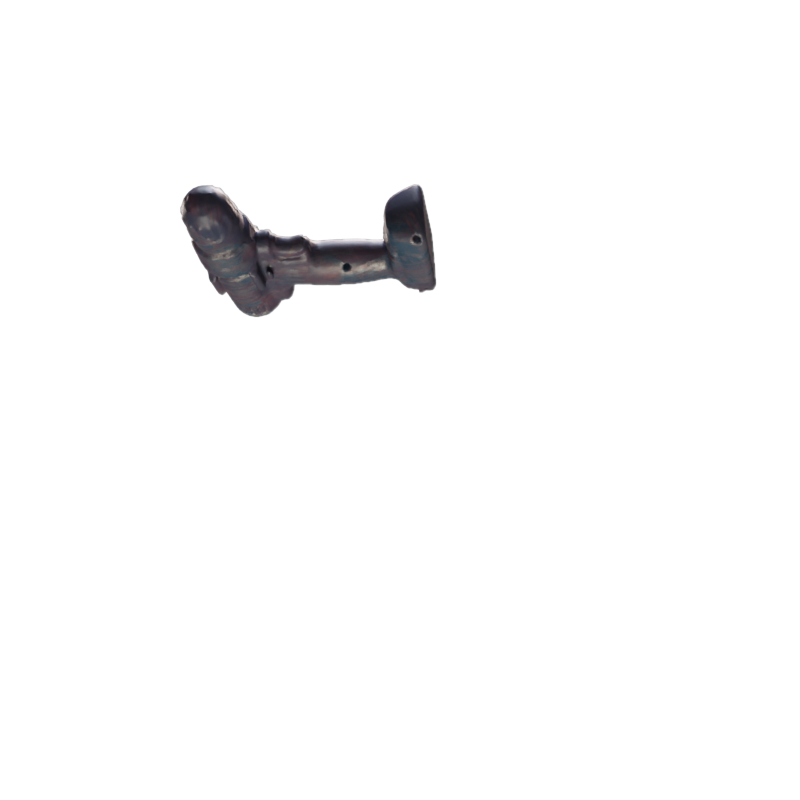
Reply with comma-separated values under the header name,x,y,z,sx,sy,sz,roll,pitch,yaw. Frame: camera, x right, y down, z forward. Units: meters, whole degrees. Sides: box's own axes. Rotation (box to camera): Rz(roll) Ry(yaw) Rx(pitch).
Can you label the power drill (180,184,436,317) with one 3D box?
name,x,y,z,sx,sy,sz,roll,pitch,yaw
power drill,-0.070,-0.128,0.894,0.190,0.060,0.173,-4,-20,10
